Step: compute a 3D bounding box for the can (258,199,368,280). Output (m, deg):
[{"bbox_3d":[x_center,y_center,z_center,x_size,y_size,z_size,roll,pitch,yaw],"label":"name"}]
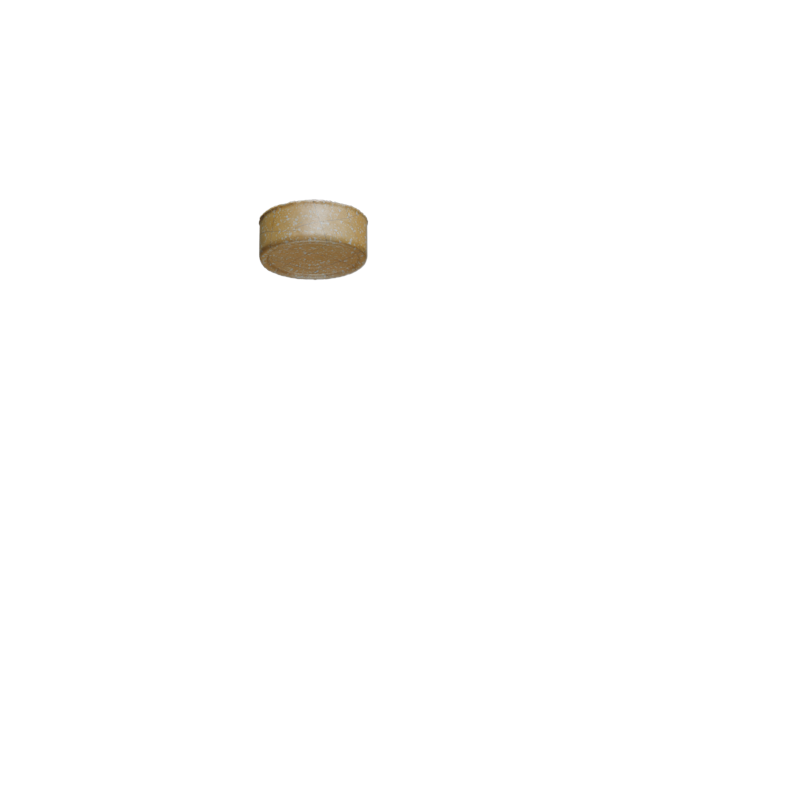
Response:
[{"bbox_3d":[-0.068,-0.123,0.864,0.086,0.035,0.082,0,-17,-2],"label":"can"}]
